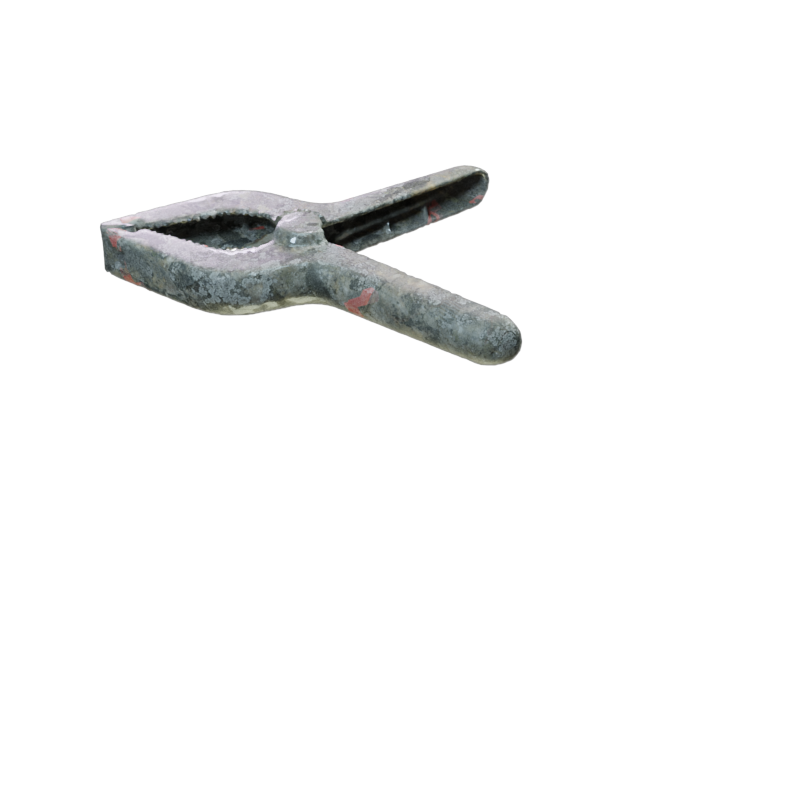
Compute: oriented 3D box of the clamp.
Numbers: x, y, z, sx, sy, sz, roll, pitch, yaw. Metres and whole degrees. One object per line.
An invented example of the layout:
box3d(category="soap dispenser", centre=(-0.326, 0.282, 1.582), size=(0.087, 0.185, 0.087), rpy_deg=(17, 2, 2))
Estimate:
box3d(category="clamp", centre=(-0.044, -0.081, 0.566), size=(0.212, 0.034, 0.174), rpy_deg=(5, 36, 6))
